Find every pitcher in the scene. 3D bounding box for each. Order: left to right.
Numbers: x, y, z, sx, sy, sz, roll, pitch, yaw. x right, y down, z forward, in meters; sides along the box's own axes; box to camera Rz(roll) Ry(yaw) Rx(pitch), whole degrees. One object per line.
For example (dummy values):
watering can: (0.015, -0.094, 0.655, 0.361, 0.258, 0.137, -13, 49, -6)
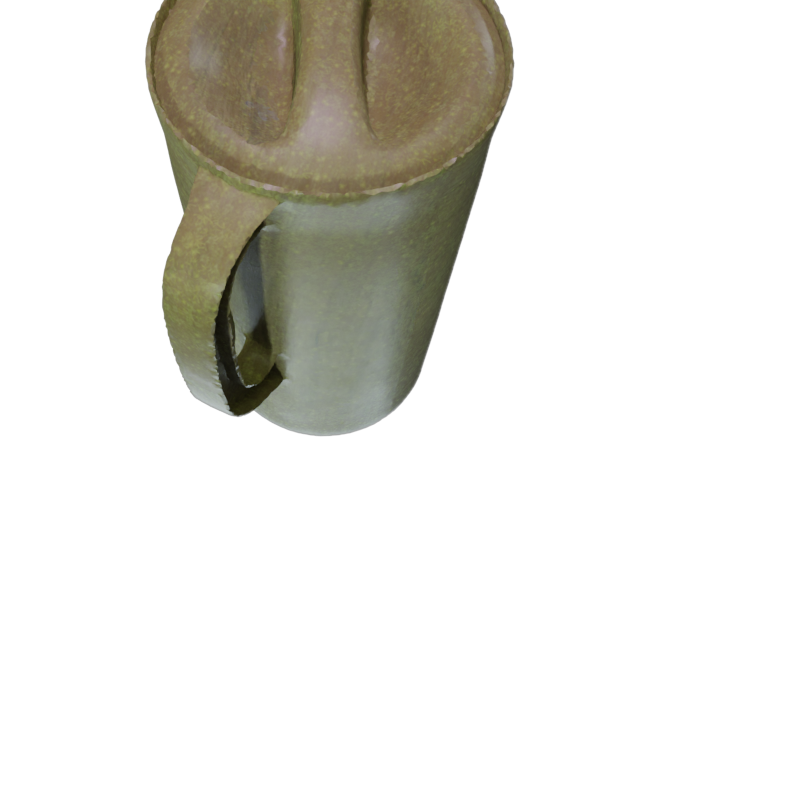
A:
pitcher: (-0.038, -0.070, 0.491, 0.148, 0.155, 0.228, -16, -27, -12)
